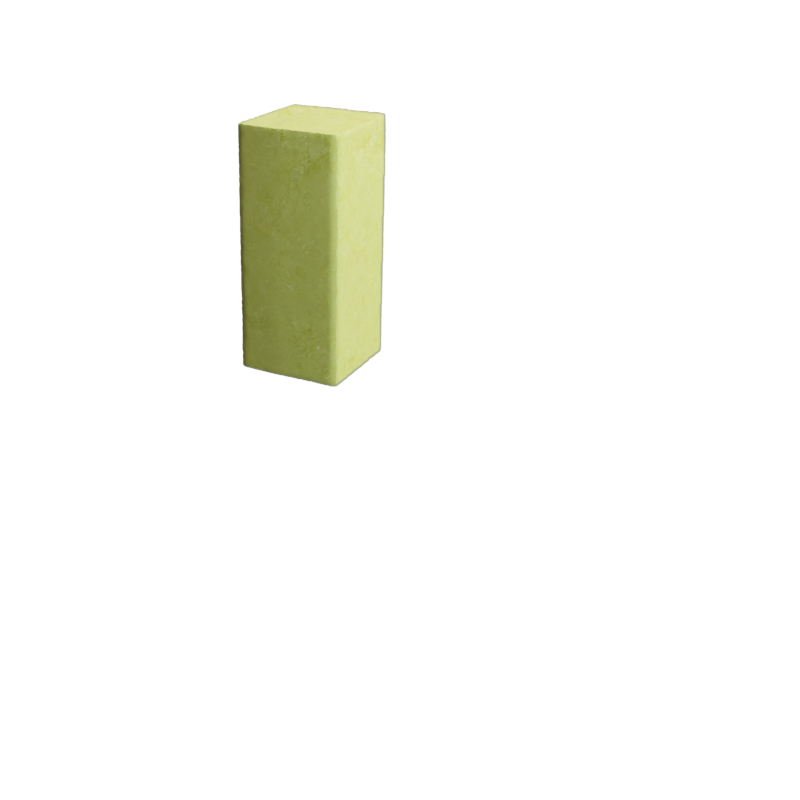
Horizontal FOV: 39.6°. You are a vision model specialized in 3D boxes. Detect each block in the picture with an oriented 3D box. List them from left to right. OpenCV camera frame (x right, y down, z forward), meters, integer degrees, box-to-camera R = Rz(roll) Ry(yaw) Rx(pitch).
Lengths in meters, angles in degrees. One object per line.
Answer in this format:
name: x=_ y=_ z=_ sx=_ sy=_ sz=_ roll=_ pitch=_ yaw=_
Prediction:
block: x=-0.070 y=-0.129 z=0.905 sx=0.094 sy=0.197 sz=0.091 roll=11 pitch=22 yaw=25
